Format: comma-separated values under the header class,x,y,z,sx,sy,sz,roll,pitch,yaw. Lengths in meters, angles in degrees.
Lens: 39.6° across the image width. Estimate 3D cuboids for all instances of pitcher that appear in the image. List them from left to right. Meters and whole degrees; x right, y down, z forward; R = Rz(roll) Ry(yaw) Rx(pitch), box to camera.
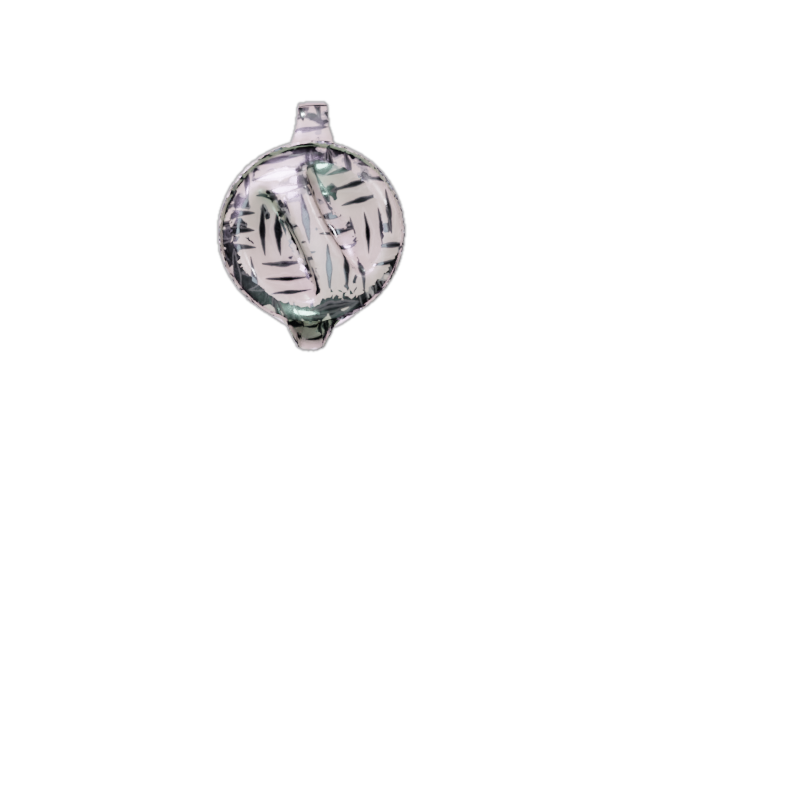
class,x,y,z,sx,sy,sz,roll,pitch,yaw
pitcher,-0.071,-0.129,0.901,0.146,0.150,0.240,44,-4,0
